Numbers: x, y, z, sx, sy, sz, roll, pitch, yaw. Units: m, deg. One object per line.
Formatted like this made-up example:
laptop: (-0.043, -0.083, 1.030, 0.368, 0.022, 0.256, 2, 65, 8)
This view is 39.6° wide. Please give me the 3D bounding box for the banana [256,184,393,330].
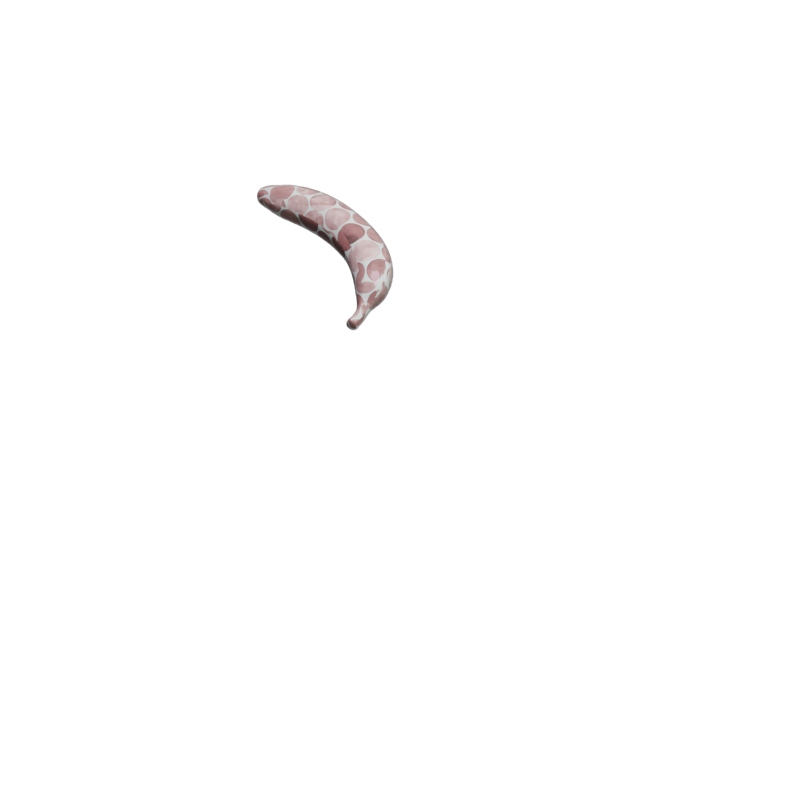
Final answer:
banana: (-0.058, -0.142, 0.977, 0.069, 0.034, 0.214, -19, 46, -20)
